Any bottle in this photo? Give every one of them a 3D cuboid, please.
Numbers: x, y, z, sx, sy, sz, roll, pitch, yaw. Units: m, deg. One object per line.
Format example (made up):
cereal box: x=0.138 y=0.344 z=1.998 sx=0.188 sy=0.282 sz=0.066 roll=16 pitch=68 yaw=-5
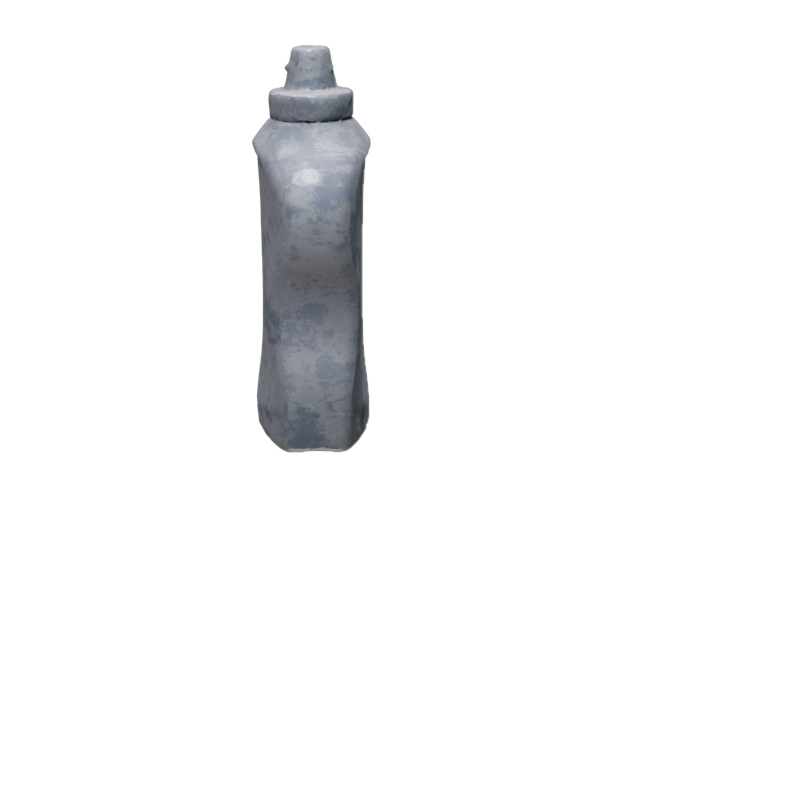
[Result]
bottle: x=-0.044 y=-0.079 z=0.551 sx=0.058 sy=0.185 sz=0.100 roll=0 pitch=17 yaw=-4
